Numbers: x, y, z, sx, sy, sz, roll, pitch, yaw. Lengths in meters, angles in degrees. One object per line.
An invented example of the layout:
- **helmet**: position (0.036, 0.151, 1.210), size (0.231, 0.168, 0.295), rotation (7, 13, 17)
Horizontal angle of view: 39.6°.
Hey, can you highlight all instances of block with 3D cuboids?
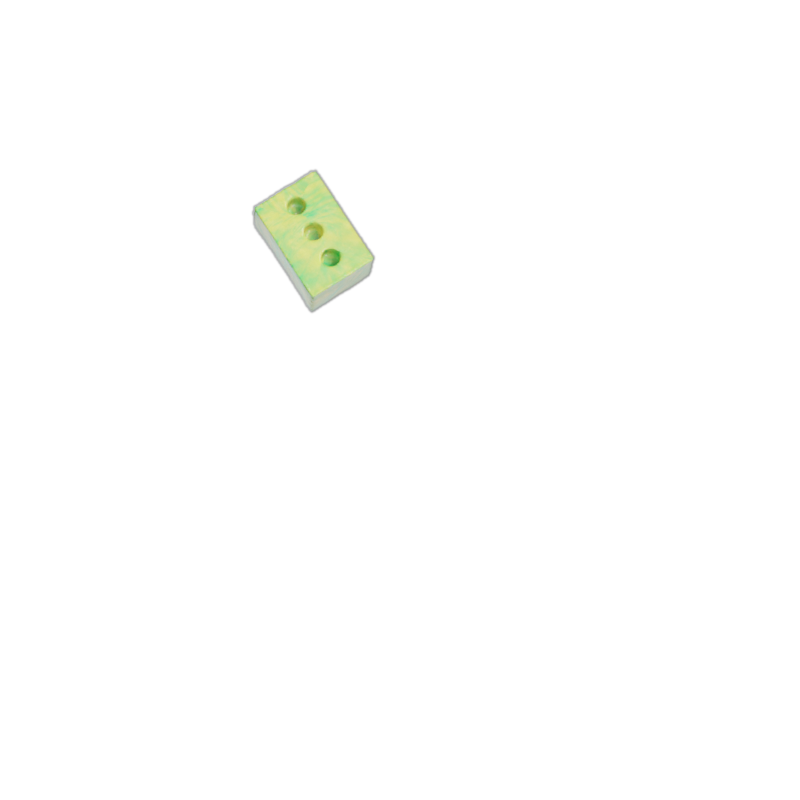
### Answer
- **block**: position (-0.061, -0.111, 0.777), size (0.053, 0.081, 0.049), rotation (-32, -11, -9)
